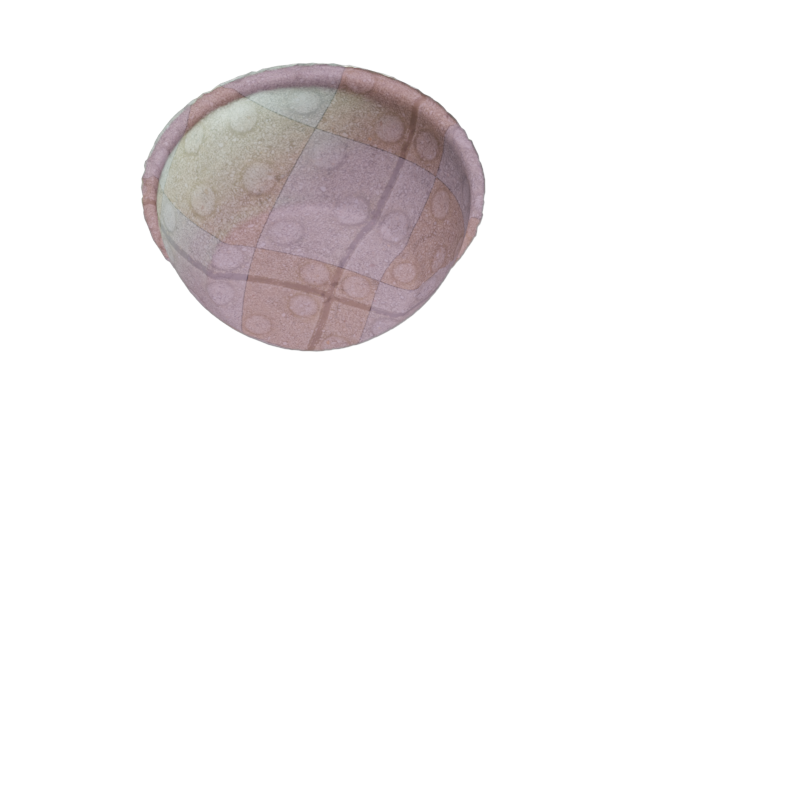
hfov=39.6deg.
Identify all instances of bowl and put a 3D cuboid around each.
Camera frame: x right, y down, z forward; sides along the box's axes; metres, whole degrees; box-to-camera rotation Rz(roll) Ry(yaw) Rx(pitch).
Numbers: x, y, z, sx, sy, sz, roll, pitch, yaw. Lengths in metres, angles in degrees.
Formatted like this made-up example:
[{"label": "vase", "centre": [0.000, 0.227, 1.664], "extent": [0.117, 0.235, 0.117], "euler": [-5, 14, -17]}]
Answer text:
[{"label": "bowl", "centre": [-0.040, -0.072, 0.505], "extent": [0.162, 0.059, 0.151], "euler": [1, -42, -1]}]
